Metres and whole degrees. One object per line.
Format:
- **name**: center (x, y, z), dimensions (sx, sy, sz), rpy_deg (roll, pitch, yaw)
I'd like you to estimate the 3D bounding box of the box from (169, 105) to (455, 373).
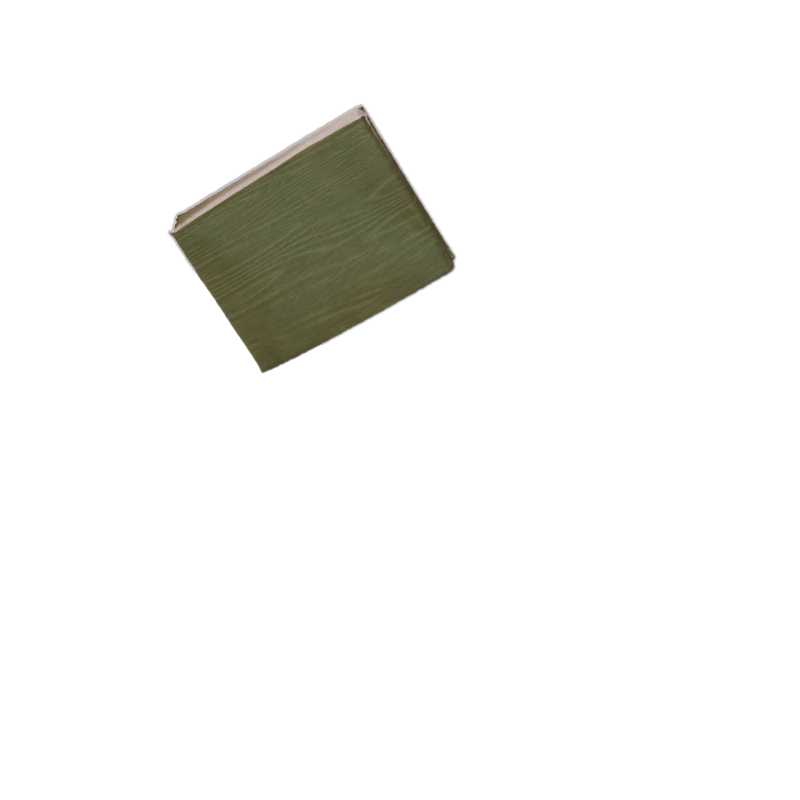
- **box**: center (-0.043, -0.078, 0.549), dimensions (0.113, 0.087, 0.040), rpy_deg (-30, 14, 7)
